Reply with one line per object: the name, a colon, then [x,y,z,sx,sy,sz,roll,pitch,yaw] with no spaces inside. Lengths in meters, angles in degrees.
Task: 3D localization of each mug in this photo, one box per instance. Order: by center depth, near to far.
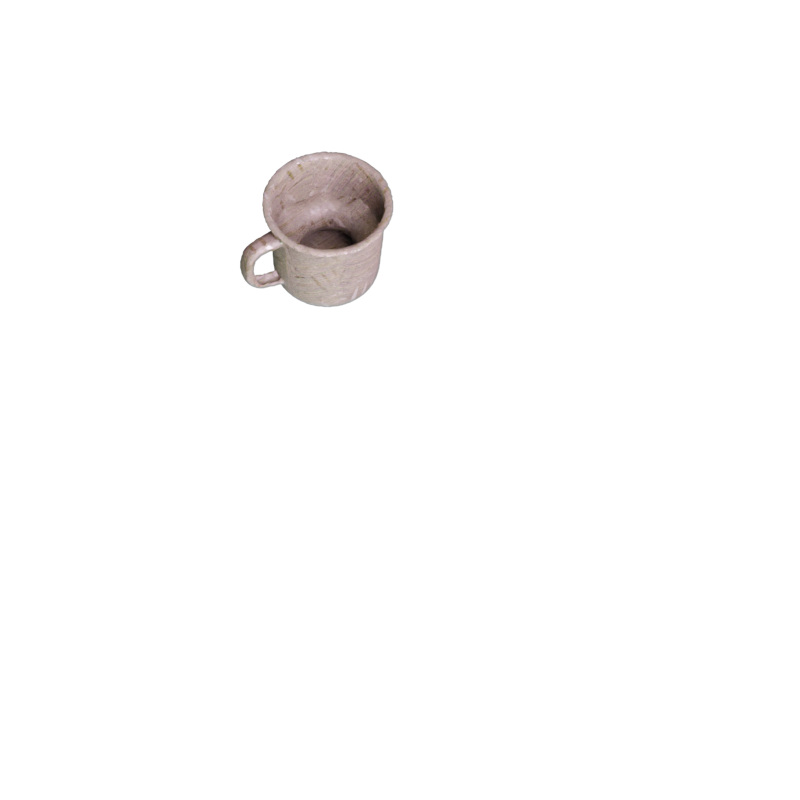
mug: [-0.064,-0.116,0.813,0.117,0.099,0.076,-30,-26,-18]
